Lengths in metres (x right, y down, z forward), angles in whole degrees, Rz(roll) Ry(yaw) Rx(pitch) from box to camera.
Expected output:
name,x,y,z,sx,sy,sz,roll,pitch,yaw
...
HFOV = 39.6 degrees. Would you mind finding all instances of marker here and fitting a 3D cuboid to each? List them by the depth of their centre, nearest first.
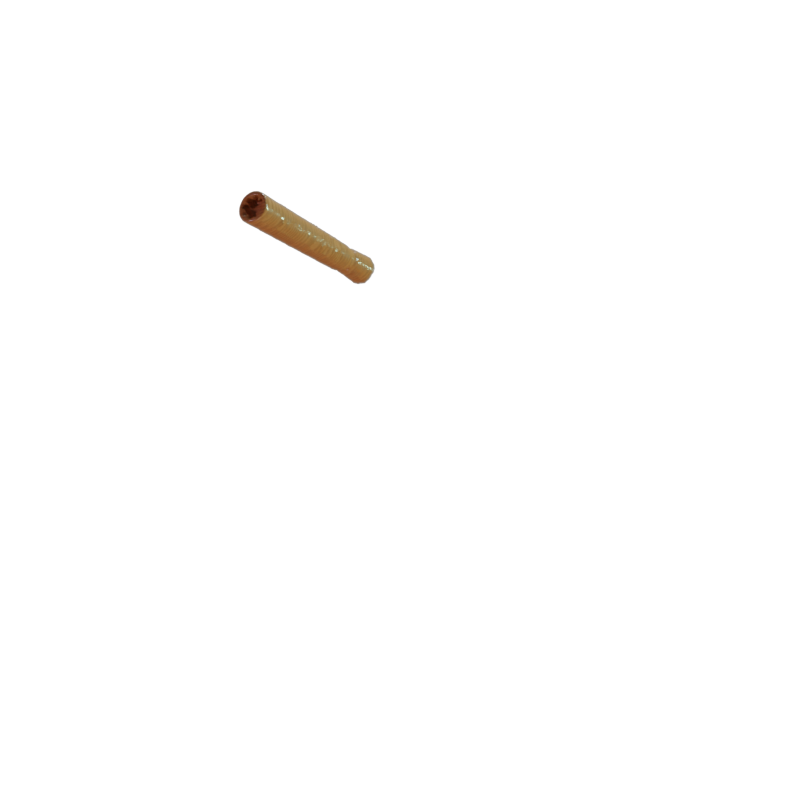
name,x,y,z,sx,sy,sz,roll,pitch,yaw
marker,-0.051,-0.093,0.651,0.020,0.020,0.113,3,-12,34
